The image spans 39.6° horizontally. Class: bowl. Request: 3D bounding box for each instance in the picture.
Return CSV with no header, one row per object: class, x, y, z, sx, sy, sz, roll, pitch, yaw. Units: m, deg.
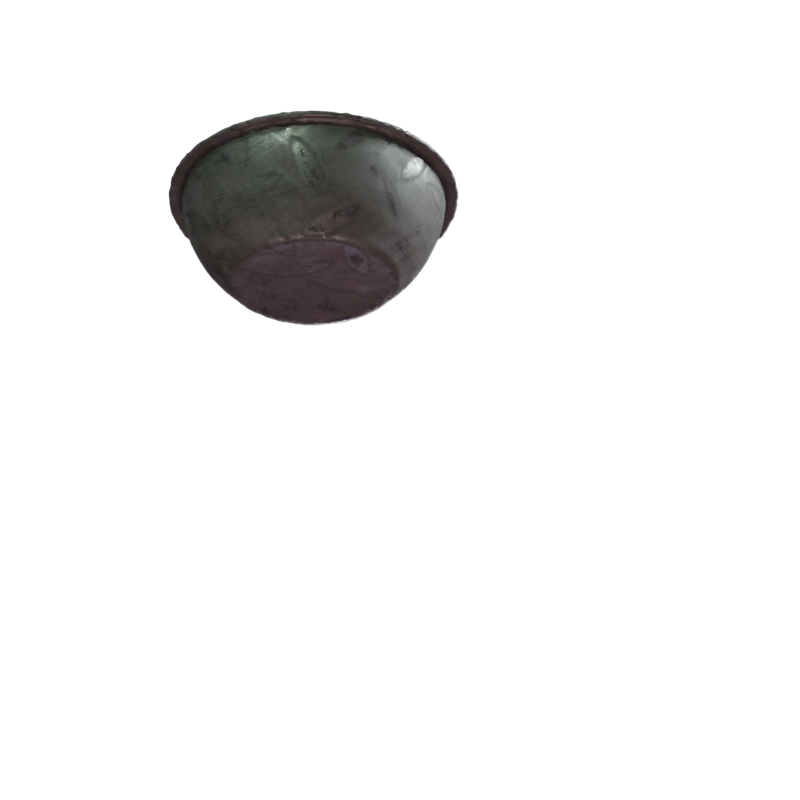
bowl,-0.048,-0.087,0.607,0.162,0.059,0.152,1,-29,-2
